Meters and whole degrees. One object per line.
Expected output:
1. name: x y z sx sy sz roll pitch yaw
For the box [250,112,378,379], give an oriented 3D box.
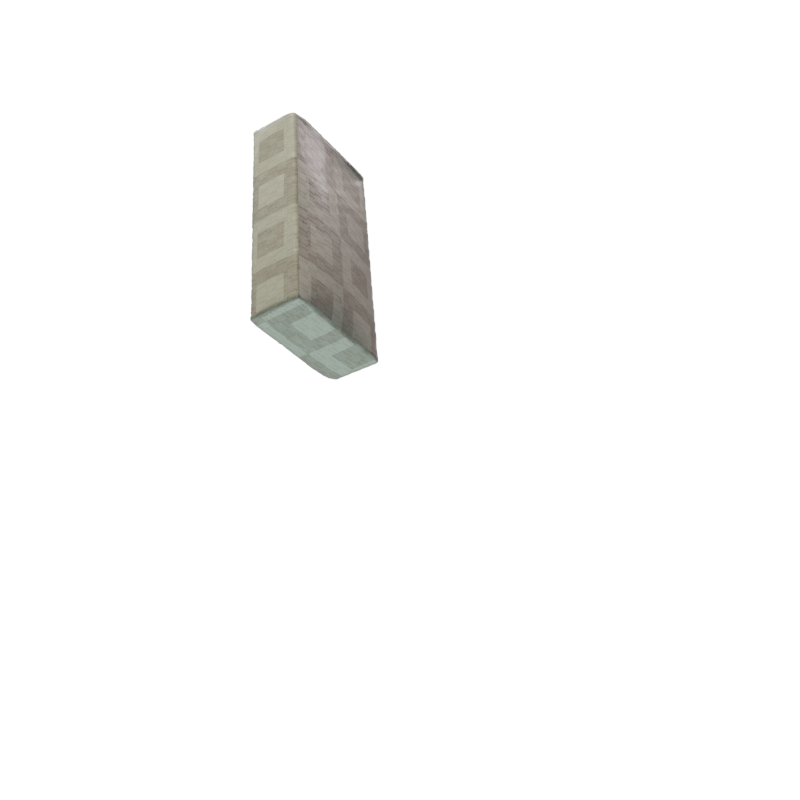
1. box: -0.061 -0.111 0.777 0.048 0.189 0.087 -24 -41 26
